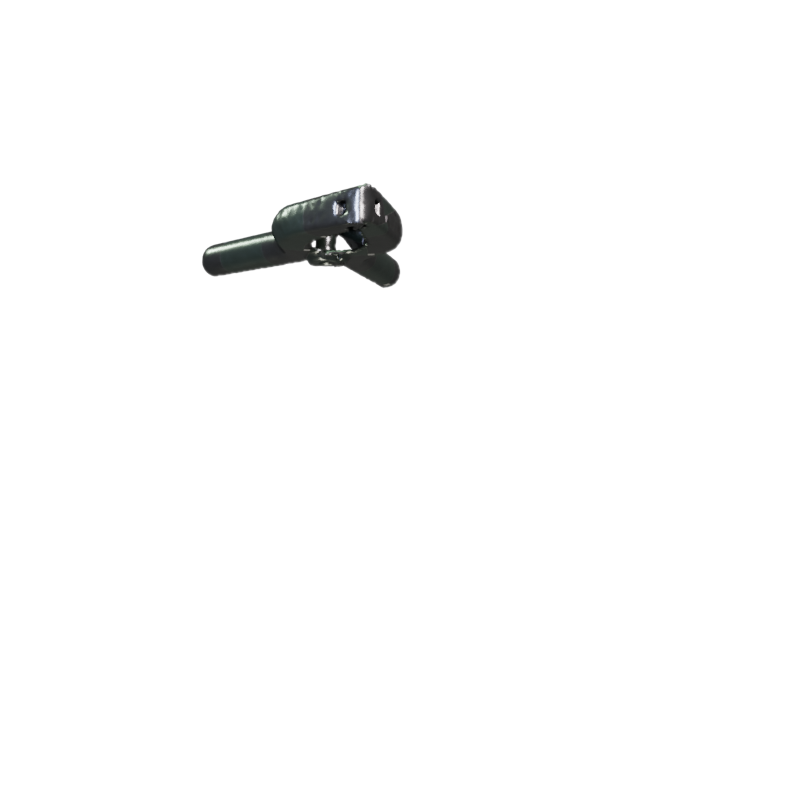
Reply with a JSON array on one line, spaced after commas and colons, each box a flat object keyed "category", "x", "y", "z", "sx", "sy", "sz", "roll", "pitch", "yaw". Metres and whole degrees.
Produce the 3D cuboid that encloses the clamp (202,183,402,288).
[{"category": "clamp", "x": -0.065, "y": -0.119, "z": 0.832, "sx": 0.163, "sy": 0.037, "sz": 0.207, "roll": 1, "pitch": -7, "yaw": -9}]
